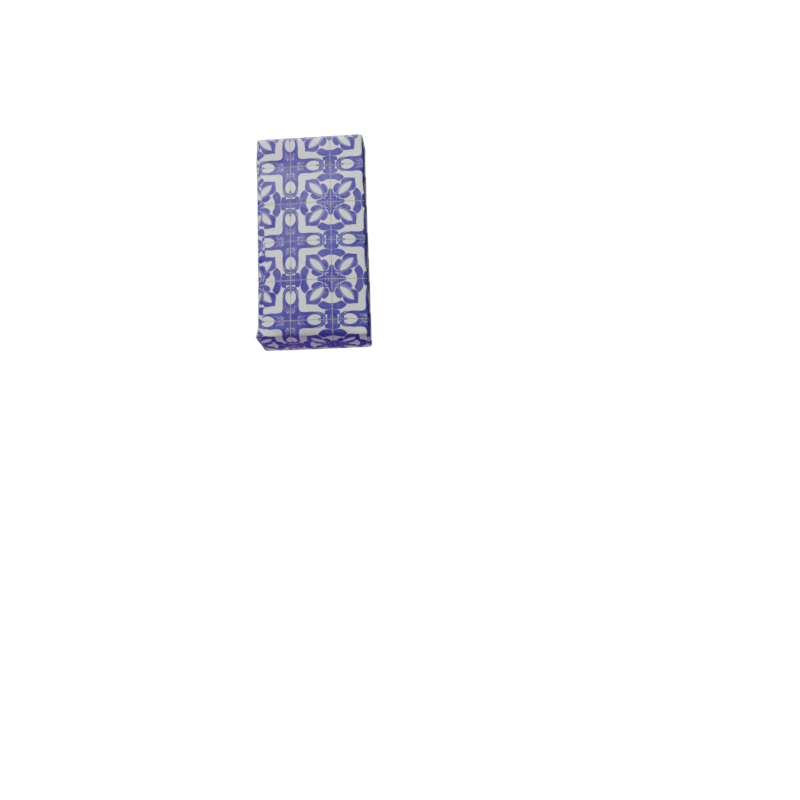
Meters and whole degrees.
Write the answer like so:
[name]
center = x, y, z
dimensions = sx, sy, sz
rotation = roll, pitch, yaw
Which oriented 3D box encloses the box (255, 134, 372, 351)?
[box]
center = -0.072, -0.132, 0.929
dimensions = 0.094, 0.184, 0.046
rotation = -3, -19, 4
